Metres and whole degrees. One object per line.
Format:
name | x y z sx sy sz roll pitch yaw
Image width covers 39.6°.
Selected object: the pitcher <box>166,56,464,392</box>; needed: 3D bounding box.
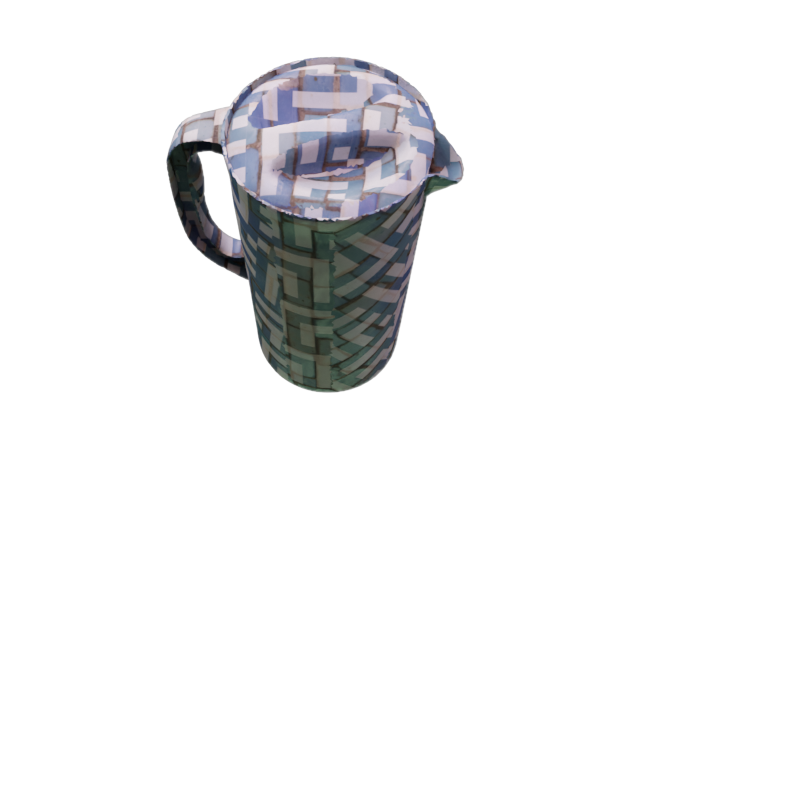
pitcher | -0.060 -0.109 0.767 0.145 0.159 0.228 -32 -25 -21
